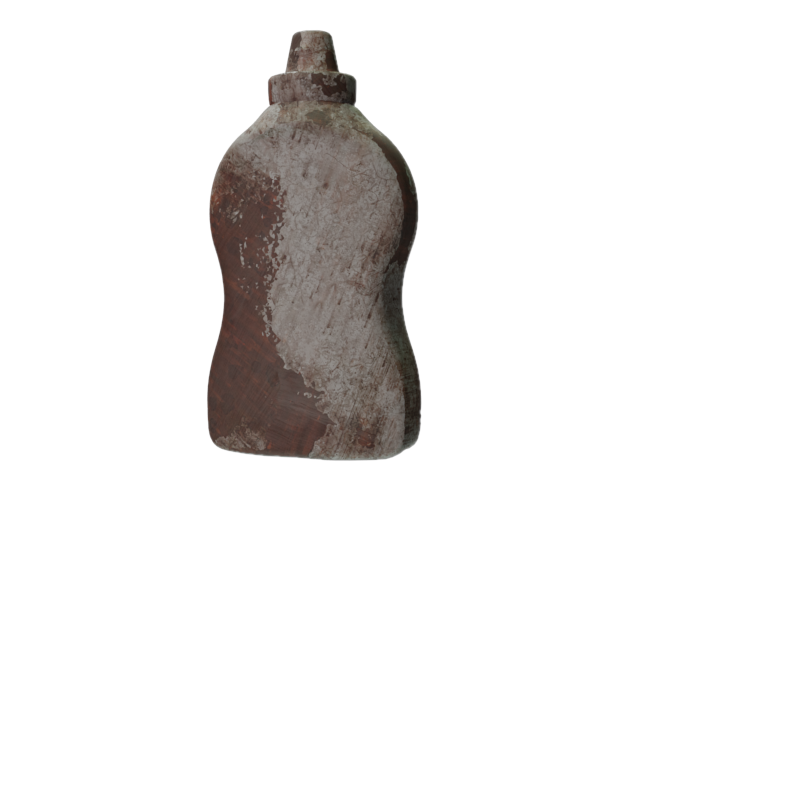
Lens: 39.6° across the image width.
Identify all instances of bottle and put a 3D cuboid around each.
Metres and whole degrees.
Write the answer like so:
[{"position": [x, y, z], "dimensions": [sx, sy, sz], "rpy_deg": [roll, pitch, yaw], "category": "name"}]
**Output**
[{"position": [-0.040, -0.073, 0.509], "dimensions": [0.098, 0.192, 0.057], "rpy_deg": [0, 0, 20], "category": "bottle"}]
